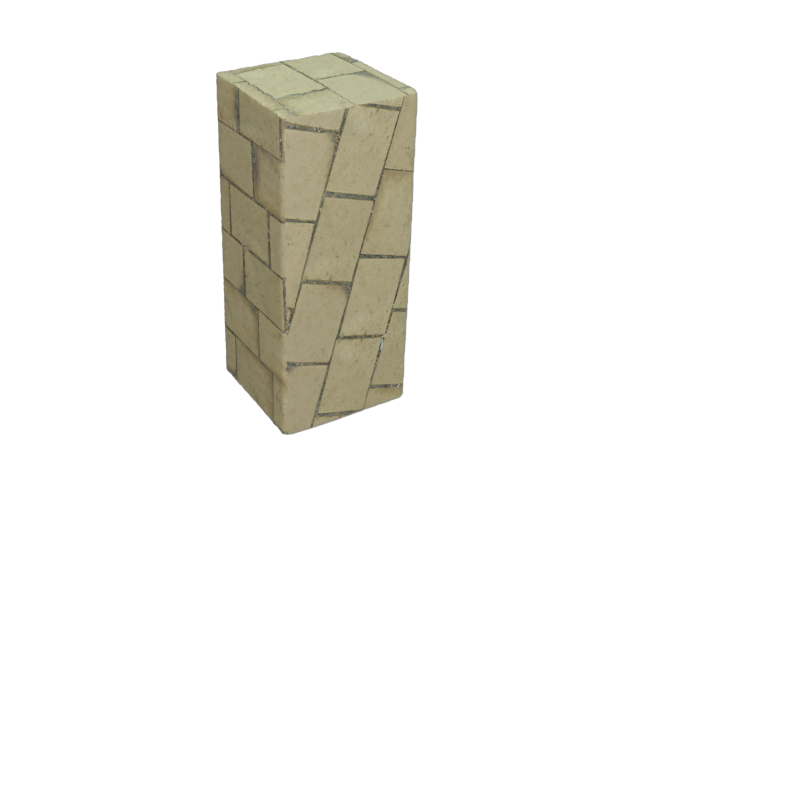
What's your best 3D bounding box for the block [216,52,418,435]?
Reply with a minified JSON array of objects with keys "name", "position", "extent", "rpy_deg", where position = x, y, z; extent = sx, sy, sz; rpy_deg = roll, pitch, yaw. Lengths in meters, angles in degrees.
[{"name":"block","position":[-0.053,-0.097,0.682],"extent":[0.089,0.194,0.098],"rpy_deg":[-15,33,-28]}]
